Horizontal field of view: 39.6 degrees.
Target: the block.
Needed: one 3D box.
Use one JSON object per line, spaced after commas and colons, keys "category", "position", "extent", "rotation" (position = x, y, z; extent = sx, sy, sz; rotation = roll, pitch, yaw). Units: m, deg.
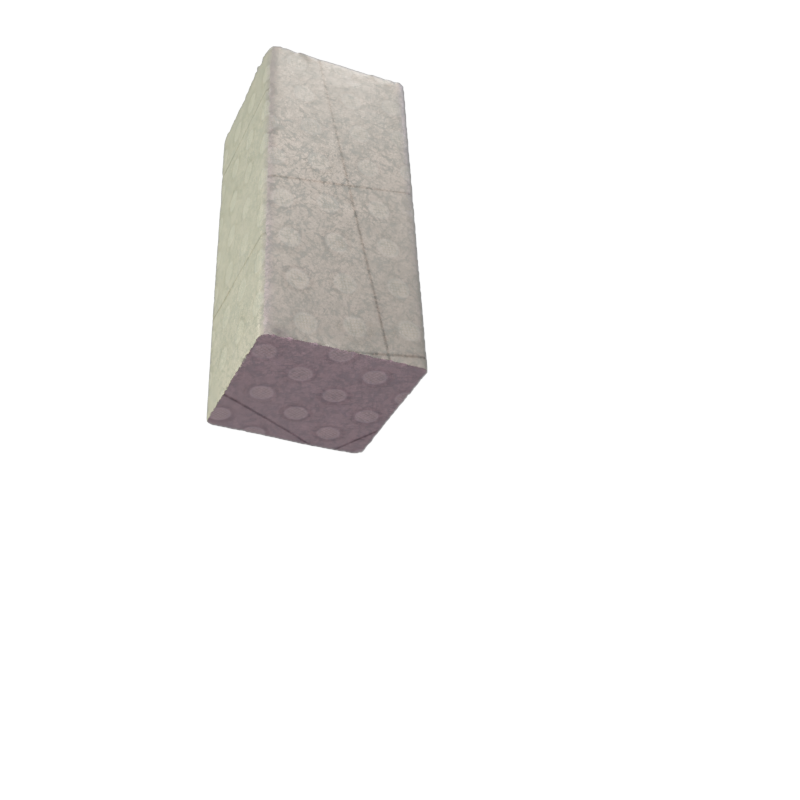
{"category": "block", "position": [-0.049, -0.089, 0.622], "extent": [0.087, 0.221, 0.087], "rotation": [13, -39, -20]}
